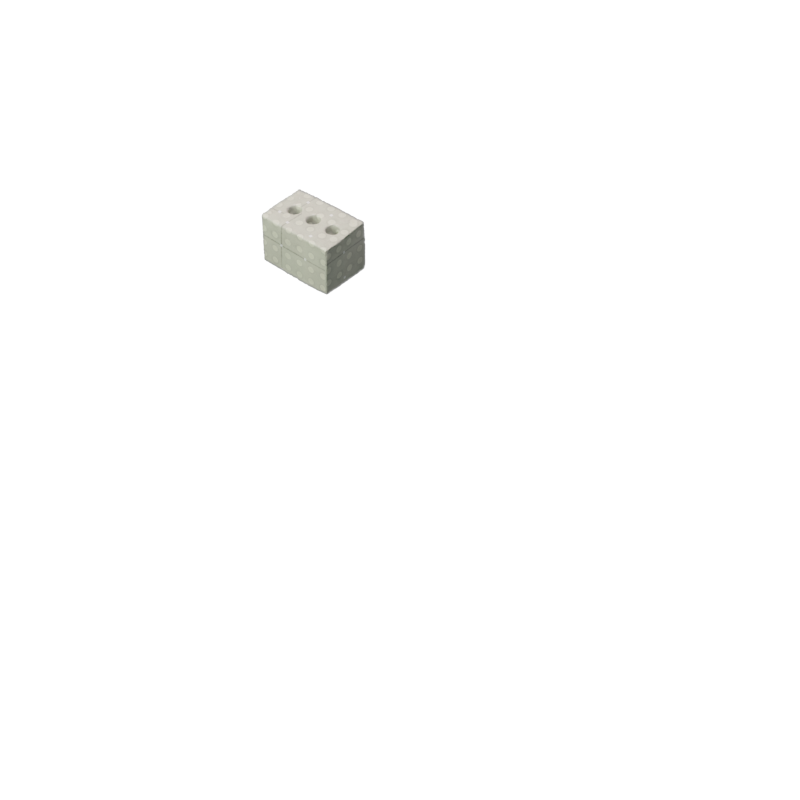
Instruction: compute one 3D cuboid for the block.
[{"bbox_3d":[-0.076,-0.139,0.975,0.083,0.048,0.053,30,49,28],"label":"block"}]
